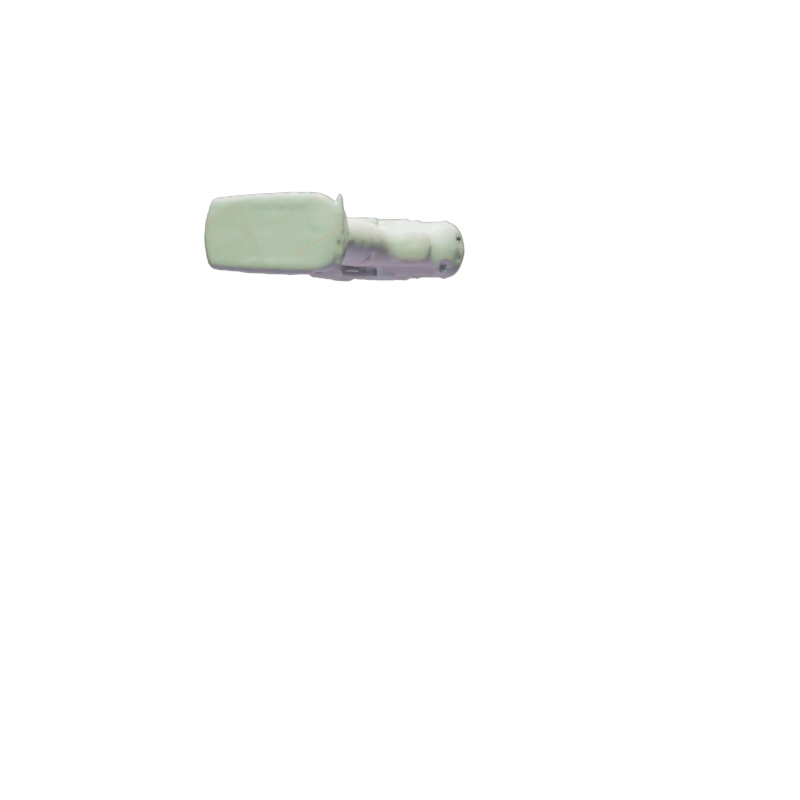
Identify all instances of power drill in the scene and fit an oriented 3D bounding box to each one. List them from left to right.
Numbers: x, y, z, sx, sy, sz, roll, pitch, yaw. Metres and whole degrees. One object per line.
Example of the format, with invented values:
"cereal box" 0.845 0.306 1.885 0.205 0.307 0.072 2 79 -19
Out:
"power drill" -0.066 -0.121 0.847 0.191 0.057 0.182 2 4 28
